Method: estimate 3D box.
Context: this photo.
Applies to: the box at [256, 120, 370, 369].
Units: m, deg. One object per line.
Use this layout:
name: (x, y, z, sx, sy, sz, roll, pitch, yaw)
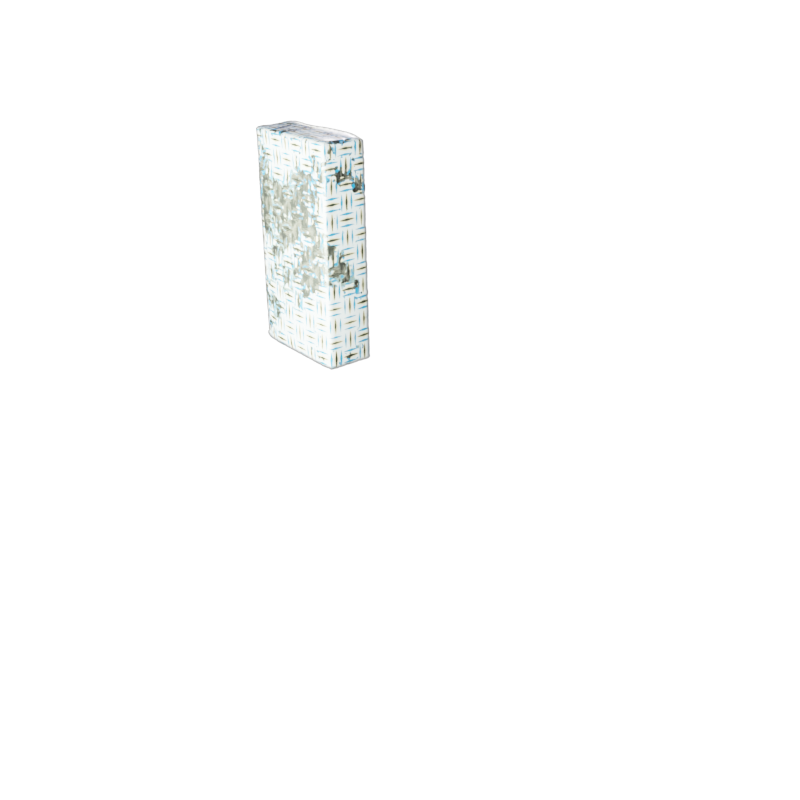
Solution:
box: (-0.067, -0.123, 0.859, 0.047, 0.169, 0.099, -11, 22, -35)
